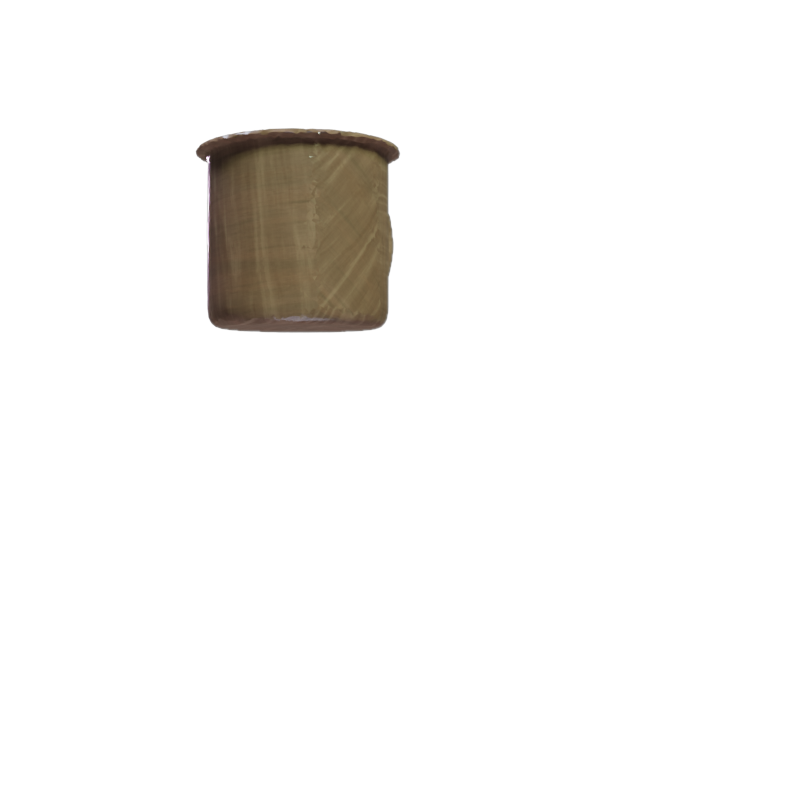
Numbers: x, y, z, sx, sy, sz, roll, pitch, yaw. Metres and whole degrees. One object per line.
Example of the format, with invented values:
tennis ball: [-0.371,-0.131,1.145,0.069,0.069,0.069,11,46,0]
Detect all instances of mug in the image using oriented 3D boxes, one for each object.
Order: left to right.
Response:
mug: [-0.040,-0.073,0.512,0.096,0.083,0.112,-2,-3,32]
